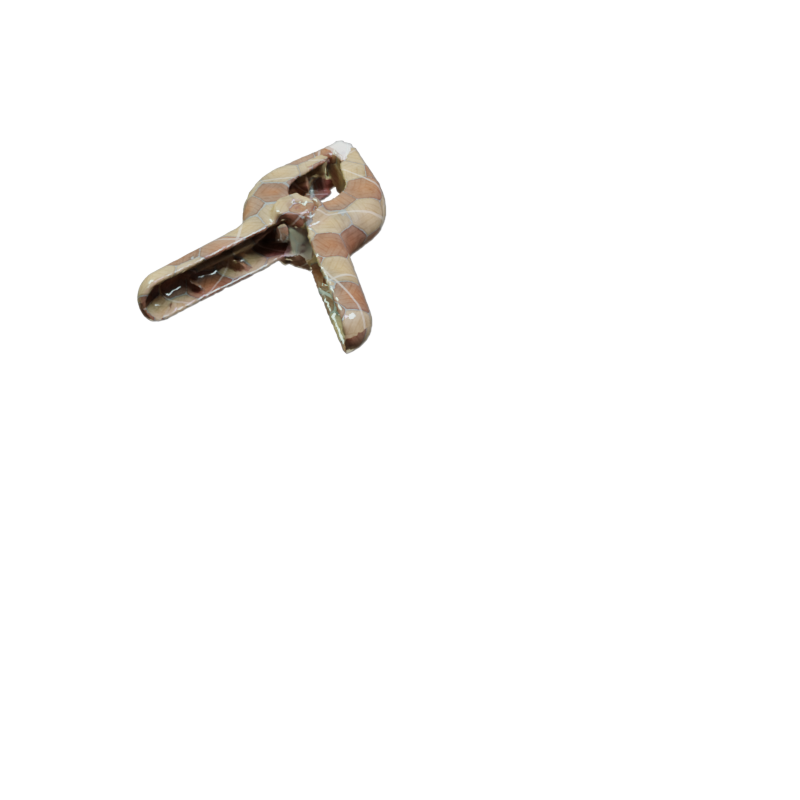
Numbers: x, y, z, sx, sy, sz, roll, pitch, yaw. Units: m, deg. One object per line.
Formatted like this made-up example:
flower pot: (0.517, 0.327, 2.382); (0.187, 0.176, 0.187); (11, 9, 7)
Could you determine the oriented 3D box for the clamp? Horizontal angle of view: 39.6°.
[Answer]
clamp: (-0.046, -0.084, 0.589); (0.125, 0.036, 0.177); (18, 46, 18)
